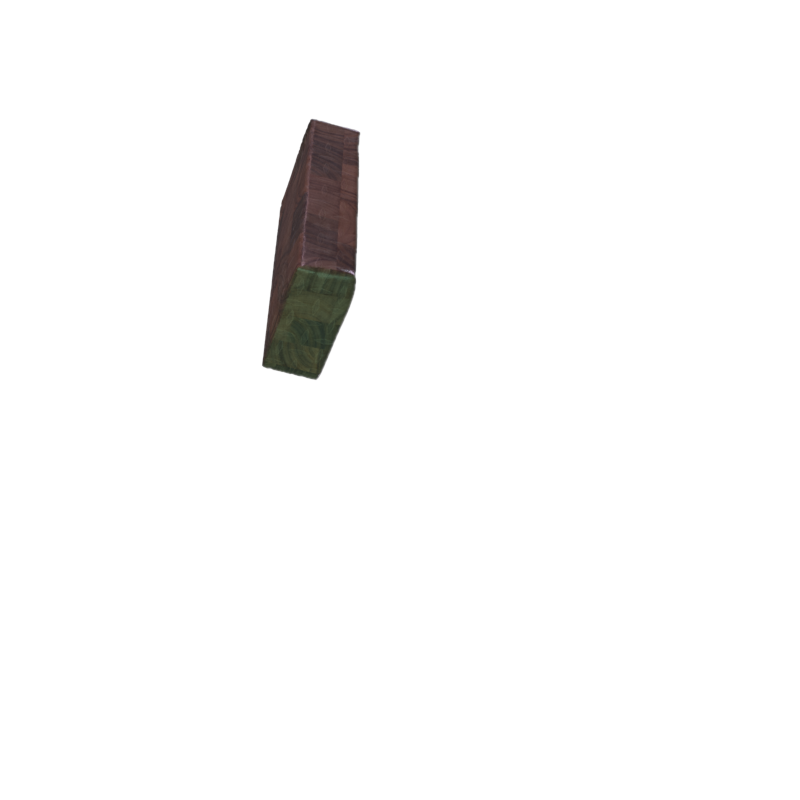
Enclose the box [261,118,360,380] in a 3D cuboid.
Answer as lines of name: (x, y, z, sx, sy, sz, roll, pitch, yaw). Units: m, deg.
box: (-0.061, -0.111, 0.775, 0.047, 0.089, 0.189, 12, 40, -15)
